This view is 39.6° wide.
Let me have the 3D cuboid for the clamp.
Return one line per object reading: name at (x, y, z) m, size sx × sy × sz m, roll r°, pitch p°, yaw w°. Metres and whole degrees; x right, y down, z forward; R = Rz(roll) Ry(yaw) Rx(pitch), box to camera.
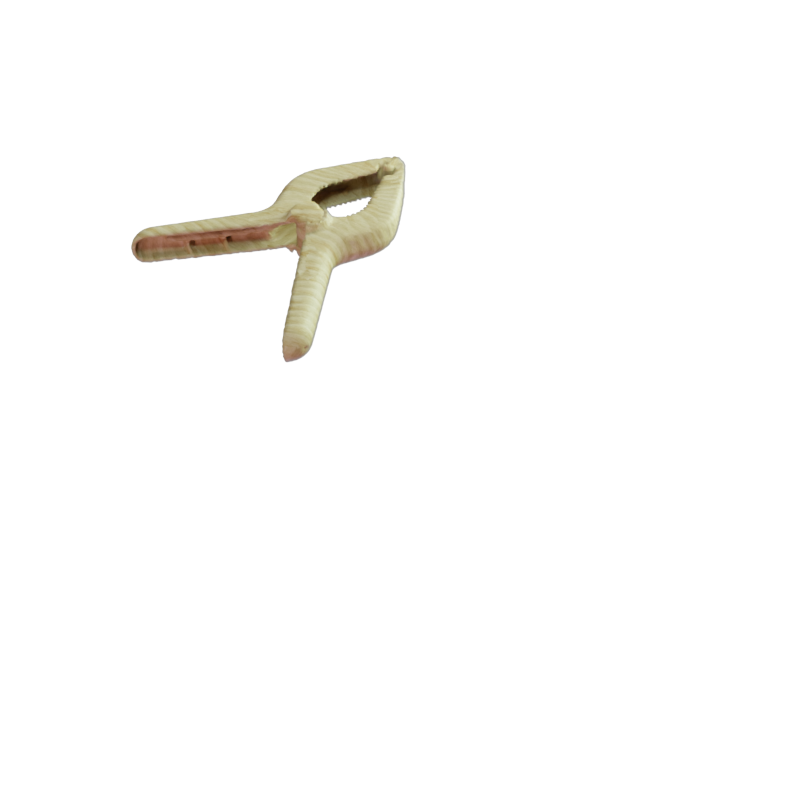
clamp at (-0.062, -0.113, 0.789) m, size 0.210 × 0.034 × 0.176 m, roll -31°, pitch 52°, yaw -28°
